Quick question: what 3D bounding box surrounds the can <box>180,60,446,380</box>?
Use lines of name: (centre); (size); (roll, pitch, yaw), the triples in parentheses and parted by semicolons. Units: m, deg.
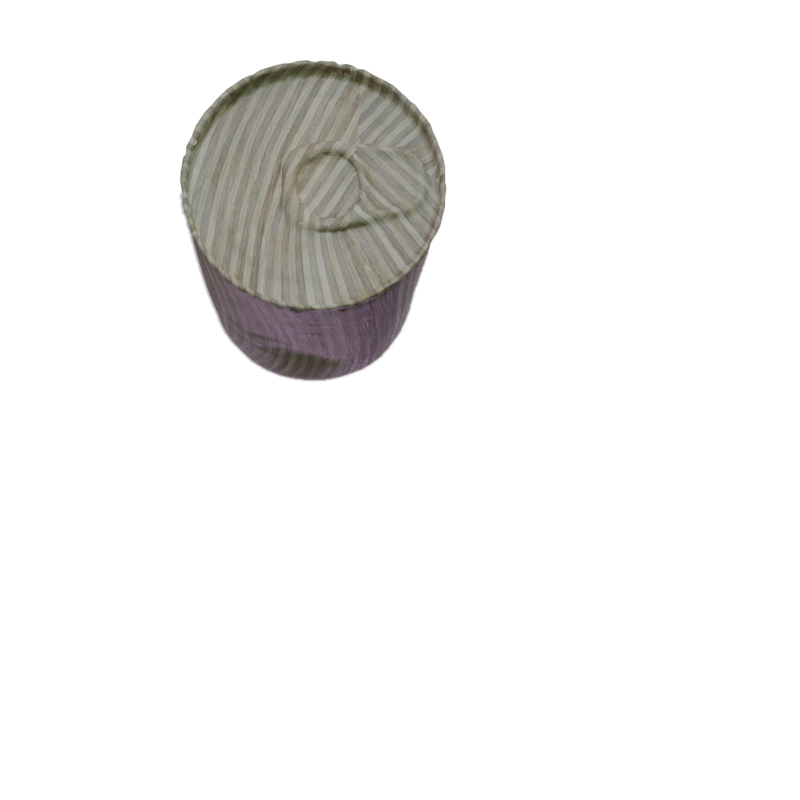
can: (-0.026, -0.047, 0.329); (0.068, 0.071, 0.099); (0, -13, -3)
